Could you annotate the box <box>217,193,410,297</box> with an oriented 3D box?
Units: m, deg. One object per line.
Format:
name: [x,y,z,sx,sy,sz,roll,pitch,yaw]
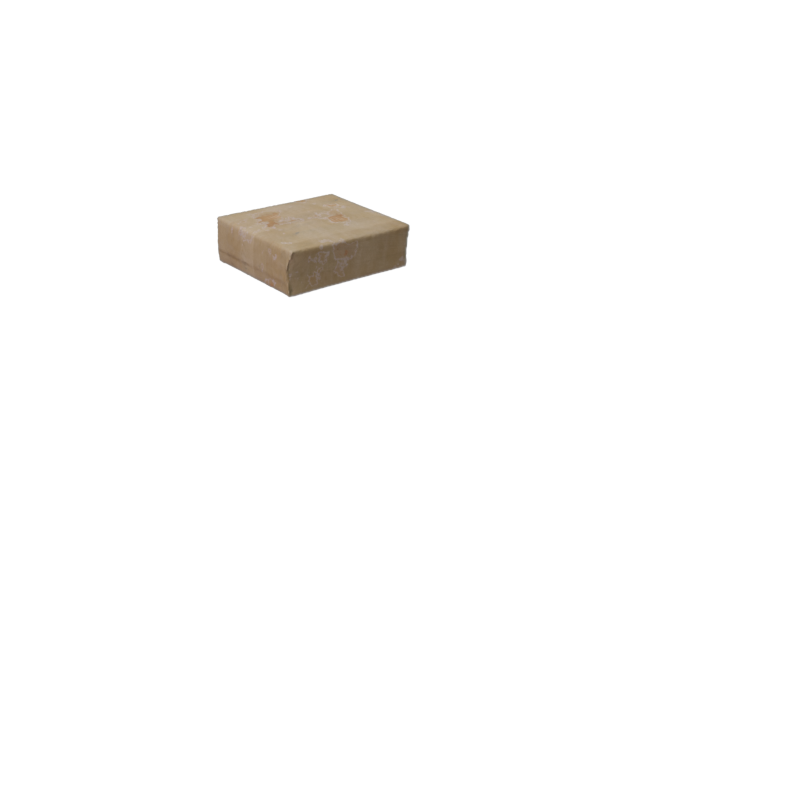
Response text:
box: [-0.064,-0.116,0.811,0.112,0.037,0.096,-21,33,-36]
